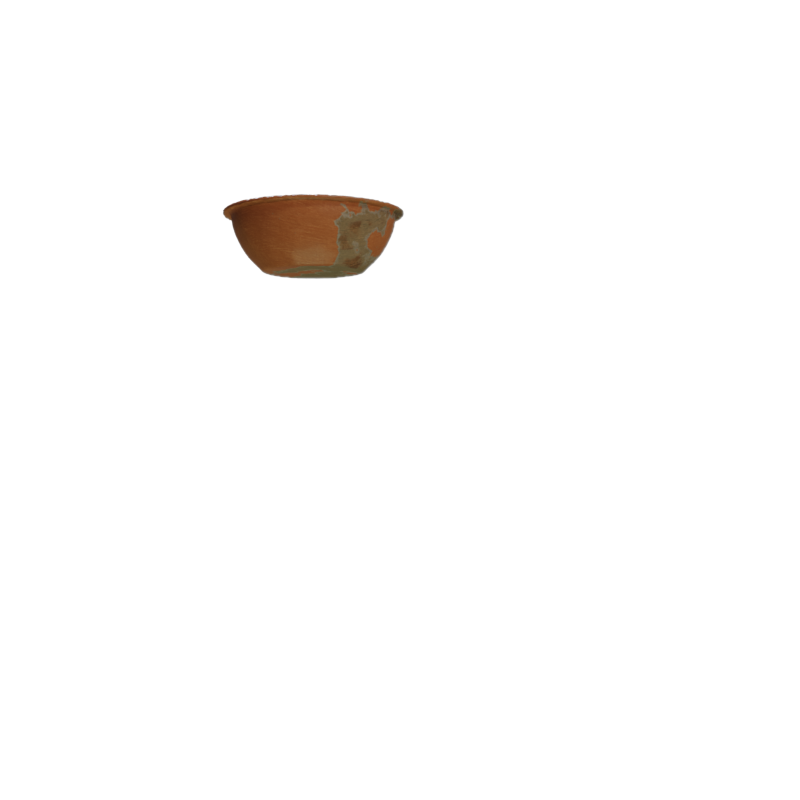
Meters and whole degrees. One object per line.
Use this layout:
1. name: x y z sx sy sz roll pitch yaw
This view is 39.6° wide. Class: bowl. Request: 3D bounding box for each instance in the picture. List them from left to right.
1. bowl: -0.077 -0.141 0.984 0.162 0.056 0.160 0 -2 -2
